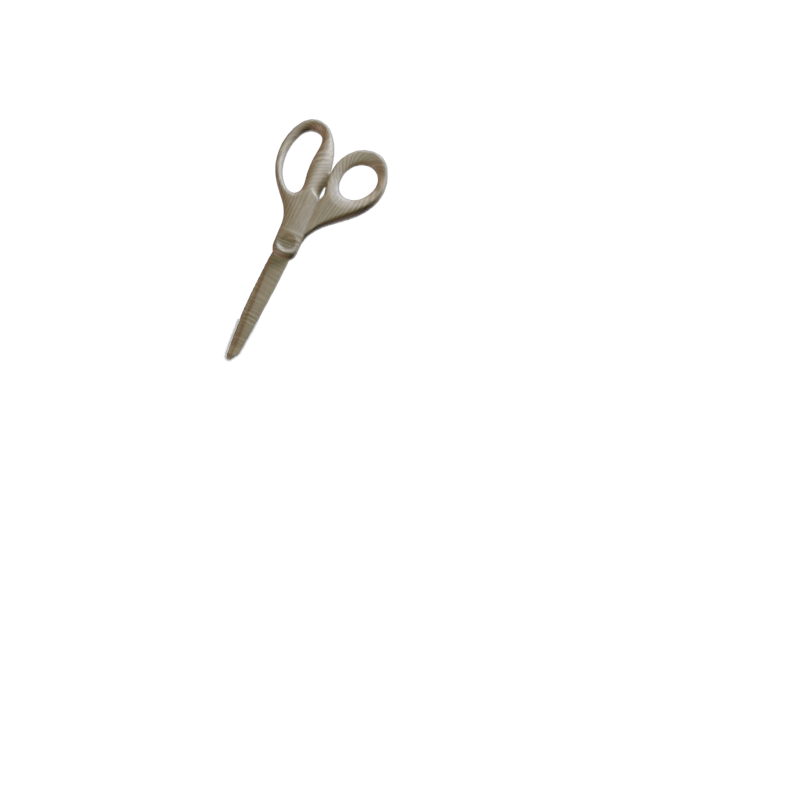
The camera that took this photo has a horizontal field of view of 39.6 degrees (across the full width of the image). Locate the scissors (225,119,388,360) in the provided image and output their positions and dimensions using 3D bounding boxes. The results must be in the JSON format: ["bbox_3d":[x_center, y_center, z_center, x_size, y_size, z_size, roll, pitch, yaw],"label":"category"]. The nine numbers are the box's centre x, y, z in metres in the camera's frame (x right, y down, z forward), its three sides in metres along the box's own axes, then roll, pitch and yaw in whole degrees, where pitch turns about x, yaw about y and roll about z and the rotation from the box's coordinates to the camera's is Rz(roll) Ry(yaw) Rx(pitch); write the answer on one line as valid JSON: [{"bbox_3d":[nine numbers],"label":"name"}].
[{"bbox_3d":[-0.065,-0.118,0.829,0.097,0.211,0.015,7,-22,3],"label":"scissors"}]
